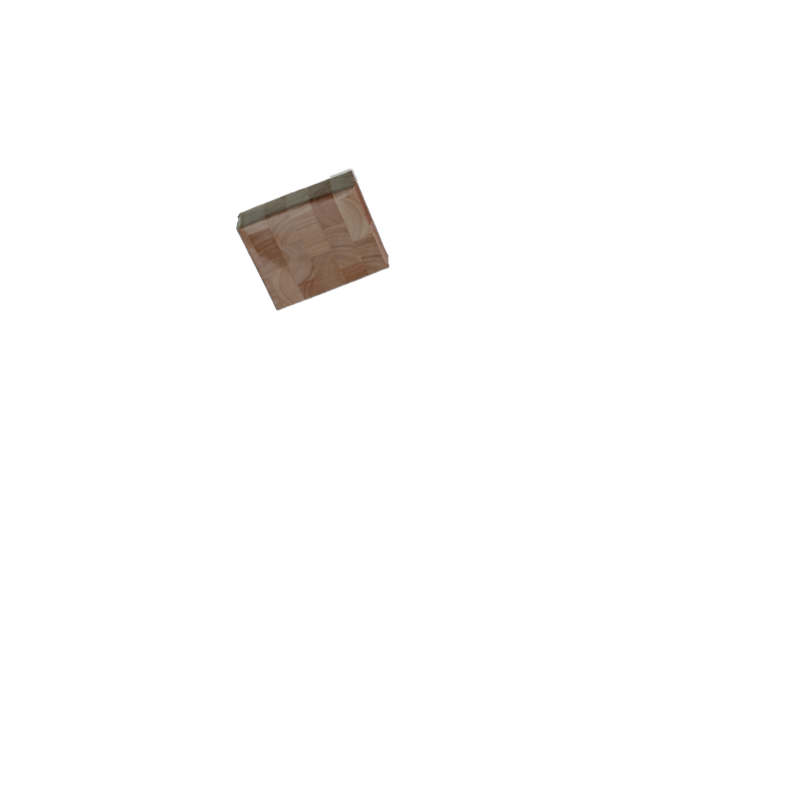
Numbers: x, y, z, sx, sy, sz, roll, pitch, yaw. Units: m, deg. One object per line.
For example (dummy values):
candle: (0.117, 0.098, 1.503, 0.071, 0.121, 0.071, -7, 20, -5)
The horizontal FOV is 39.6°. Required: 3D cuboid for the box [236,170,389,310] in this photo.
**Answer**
box: (-0.077, -0.141, 0.985, 0.114, 0.084, 0.041, -19, 27, 9)
